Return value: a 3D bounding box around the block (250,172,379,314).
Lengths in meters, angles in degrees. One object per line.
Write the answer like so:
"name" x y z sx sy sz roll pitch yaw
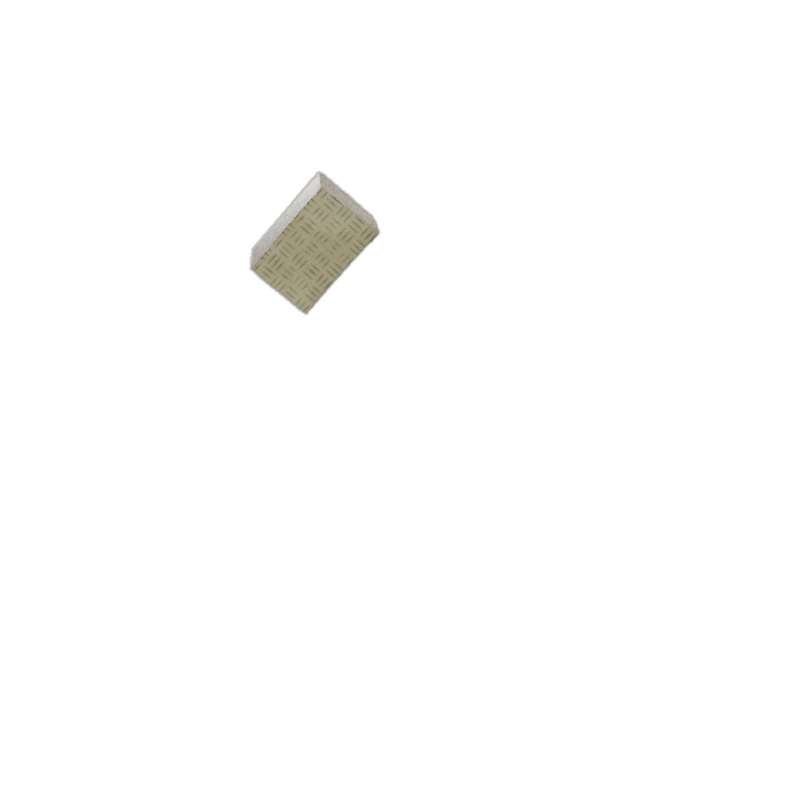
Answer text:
"block" -0.060 -0.110 0.772 0.051 0.077 0.054 40 14 -15
